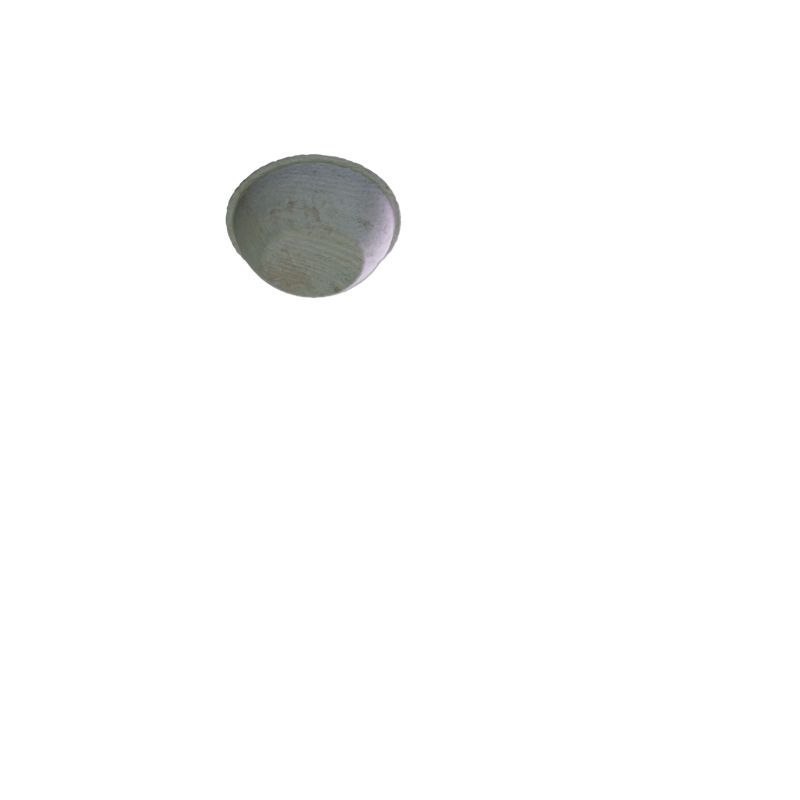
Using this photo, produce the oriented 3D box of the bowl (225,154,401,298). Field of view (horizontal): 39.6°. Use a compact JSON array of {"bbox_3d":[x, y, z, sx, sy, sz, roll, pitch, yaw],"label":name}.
[{"bbox_3d":[-0.078,-0.143,0.999,0.162,0.059,0.151,1,-43,-1],"label":"bowl"}]
